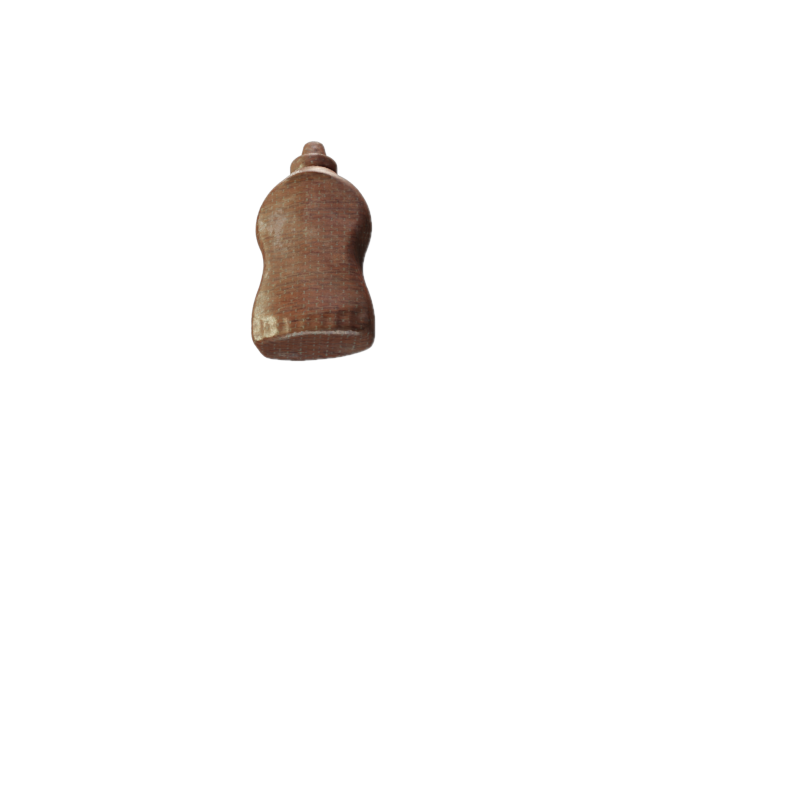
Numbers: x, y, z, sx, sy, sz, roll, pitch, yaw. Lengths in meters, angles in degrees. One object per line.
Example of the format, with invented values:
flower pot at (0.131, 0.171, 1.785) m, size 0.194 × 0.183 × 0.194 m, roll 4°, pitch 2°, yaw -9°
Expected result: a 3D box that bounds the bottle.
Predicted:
bottle at (-0.071, -0.130, 0.913) m, size 0.097 × 0.203 × 0.054 m, roll -8°, pitch -28°, yaw 11°
